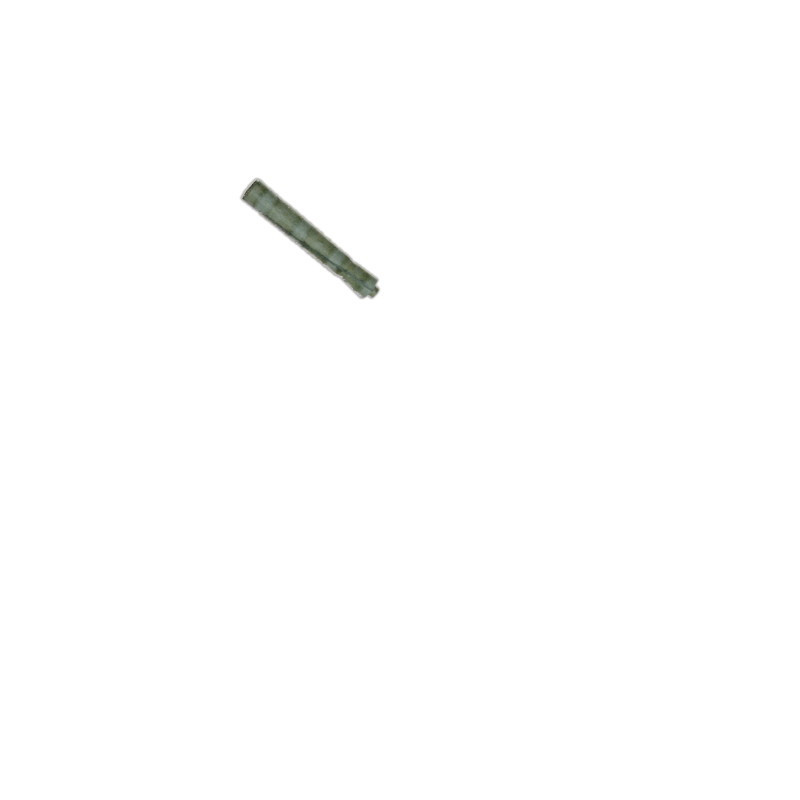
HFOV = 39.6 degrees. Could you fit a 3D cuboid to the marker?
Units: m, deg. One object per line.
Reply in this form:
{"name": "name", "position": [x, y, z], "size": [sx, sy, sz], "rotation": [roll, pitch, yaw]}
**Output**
{"name": "marker", "position": [-0.063, -0.114, 0.800], "size": [0.117, 0.020, 0.020], "rotation": [39, -7, -11]}
